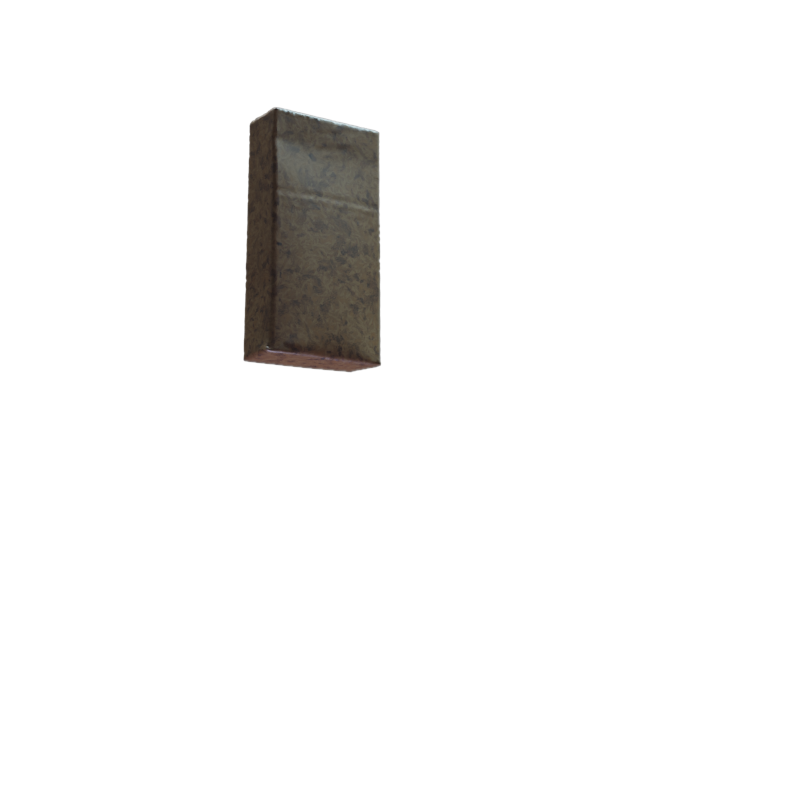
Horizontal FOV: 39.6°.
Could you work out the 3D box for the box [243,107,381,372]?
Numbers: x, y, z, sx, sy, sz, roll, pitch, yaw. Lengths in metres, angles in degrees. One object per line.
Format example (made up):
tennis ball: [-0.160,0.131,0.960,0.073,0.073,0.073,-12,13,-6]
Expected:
box: [-0.062,-0.113,0.791,0.089,0.183,0.048,9,-19,-32]
